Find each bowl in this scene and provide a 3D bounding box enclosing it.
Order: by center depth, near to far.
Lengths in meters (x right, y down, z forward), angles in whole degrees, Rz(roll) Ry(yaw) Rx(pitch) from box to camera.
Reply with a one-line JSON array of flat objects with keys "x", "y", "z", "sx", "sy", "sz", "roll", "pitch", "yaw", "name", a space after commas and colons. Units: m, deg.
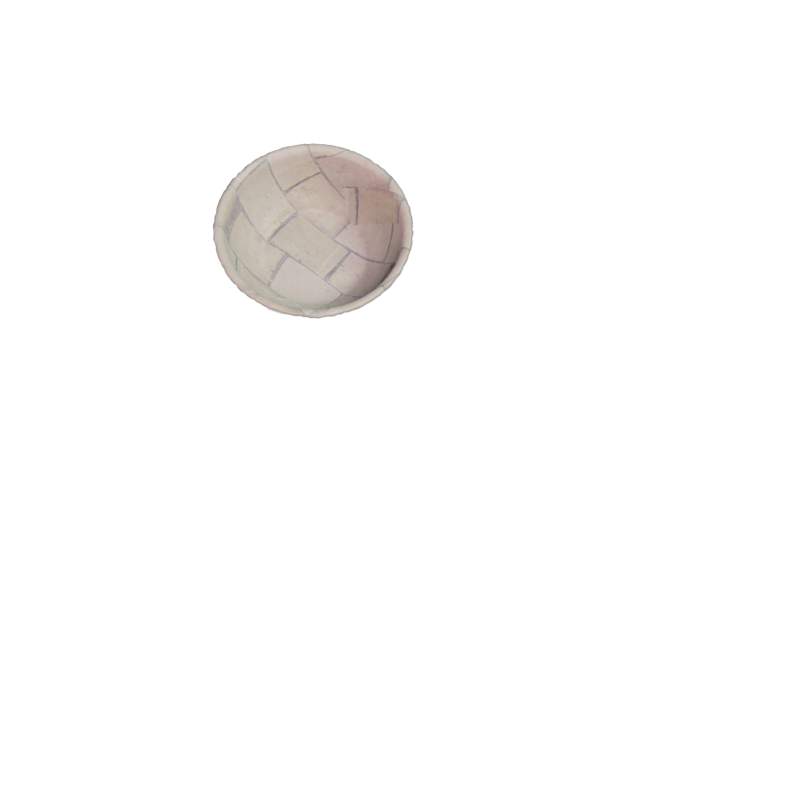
[{"x": -0.072, "y": -0.131, "z": 0.916, "sx": 0.162, "sy": 0.172, "sz": 0.052, "roll": -1, "pitch": -26, "yaw": -1, "name": "bowl"}]
